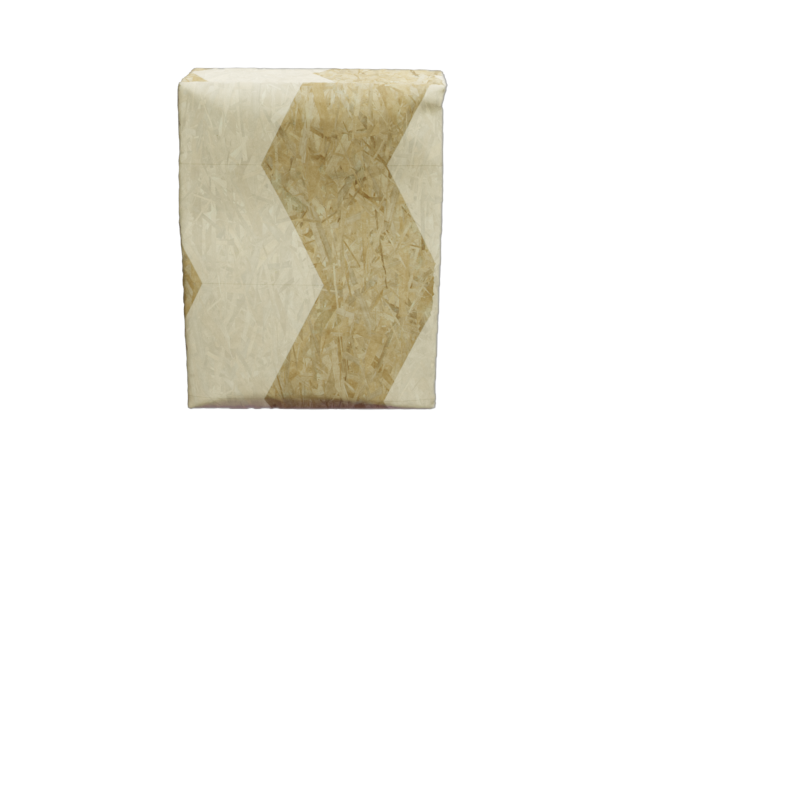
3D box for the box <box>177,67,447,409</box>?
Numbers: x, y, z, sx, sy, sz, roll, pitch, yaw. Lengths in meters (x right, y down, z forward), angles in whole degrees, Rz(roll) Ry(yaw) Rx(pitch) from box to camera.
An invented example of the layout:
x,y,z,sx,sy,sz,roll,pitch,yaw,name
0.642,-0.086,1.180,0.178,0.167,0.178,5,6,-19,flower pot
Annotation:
x,y,z,sx,sy,sz,roll,pitch,yaw,name
-0.056,-0.101,0.709,0.164,0.205,0.075,1,18,2,box
